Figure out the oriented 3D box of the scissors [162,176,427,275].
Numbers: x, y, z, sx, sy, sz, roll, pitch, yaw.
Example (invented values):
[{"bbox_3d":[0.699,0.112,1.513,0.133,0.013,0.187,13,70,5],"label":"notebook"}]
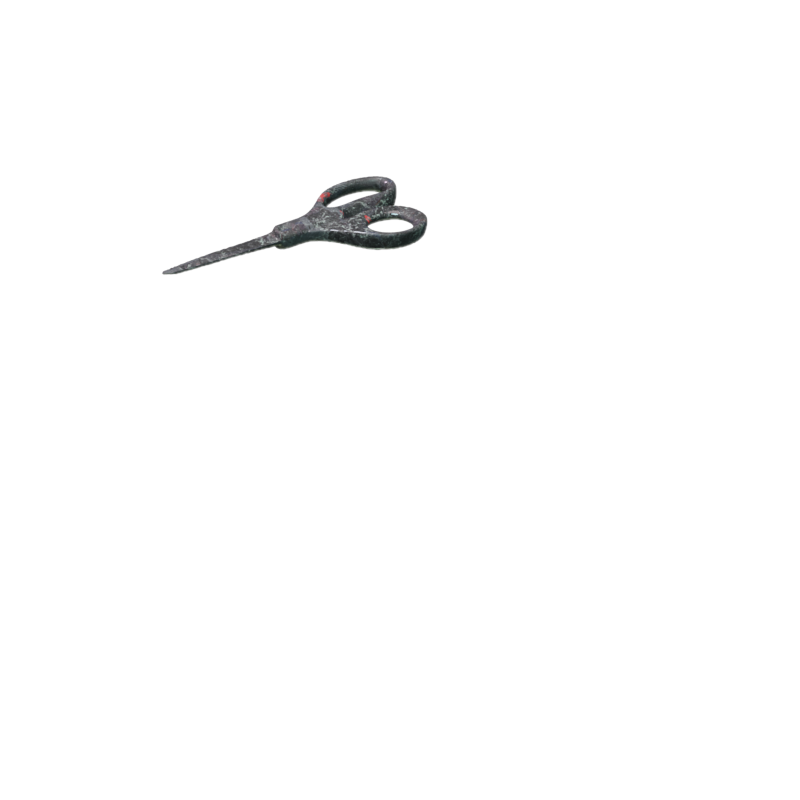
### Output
[{"bbox_3d":[-0.062,-0.113,0.789,0.102,0.015,0.203,27,45,31],"label":"scissors"}]
